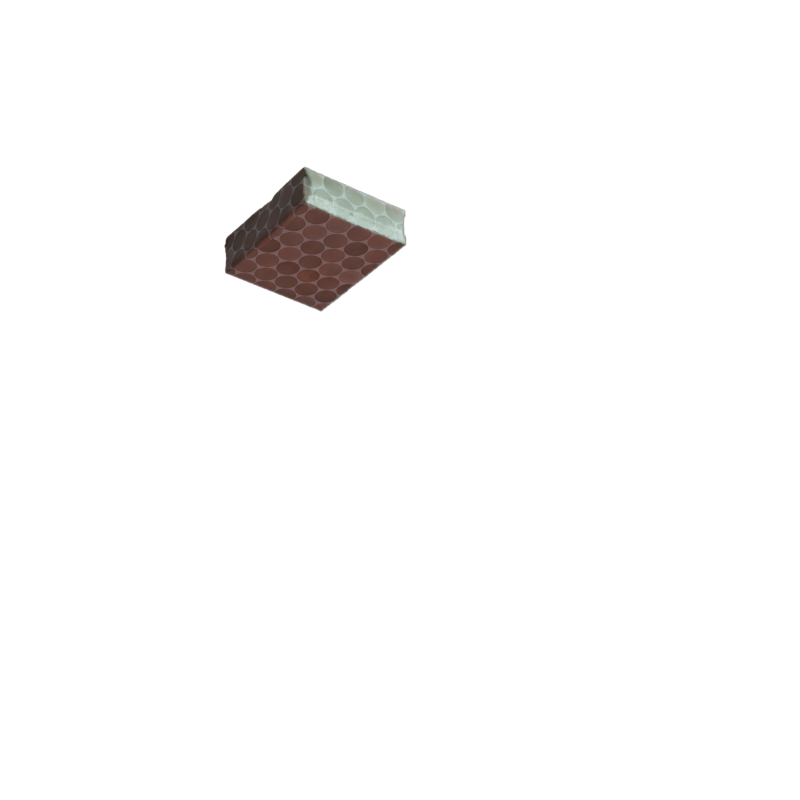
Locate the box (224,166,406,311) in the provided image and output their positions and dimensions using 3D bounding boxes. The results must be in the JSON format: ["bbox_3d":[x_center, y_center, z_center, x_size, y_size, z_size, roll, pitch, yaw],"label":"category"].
[{"bbox_3d":[-0.052,-0.094,0.660,0.069,0.032,0.088,21,-36,-31],"label":"box"}]
